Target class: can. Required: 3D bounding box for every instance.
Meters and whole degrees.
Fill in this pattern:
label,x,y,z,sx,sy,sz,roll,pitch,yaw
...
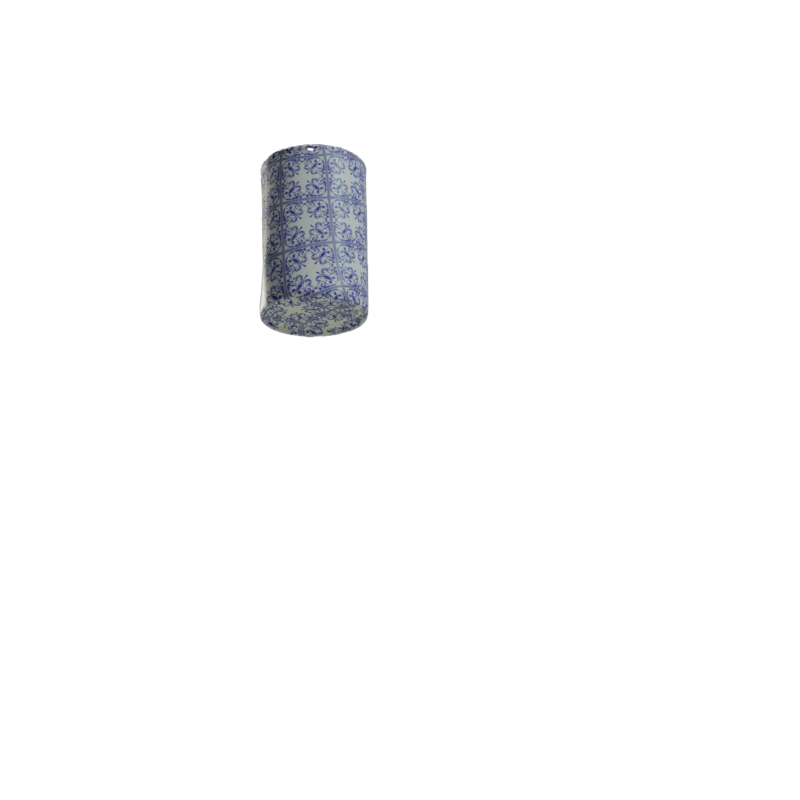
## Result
label,x,y,z,sx,sy,sz,roll,pitch,yaw
can,-0.054,-0.098,0.688,0.068,0.108,0.065,0,-23,-2
